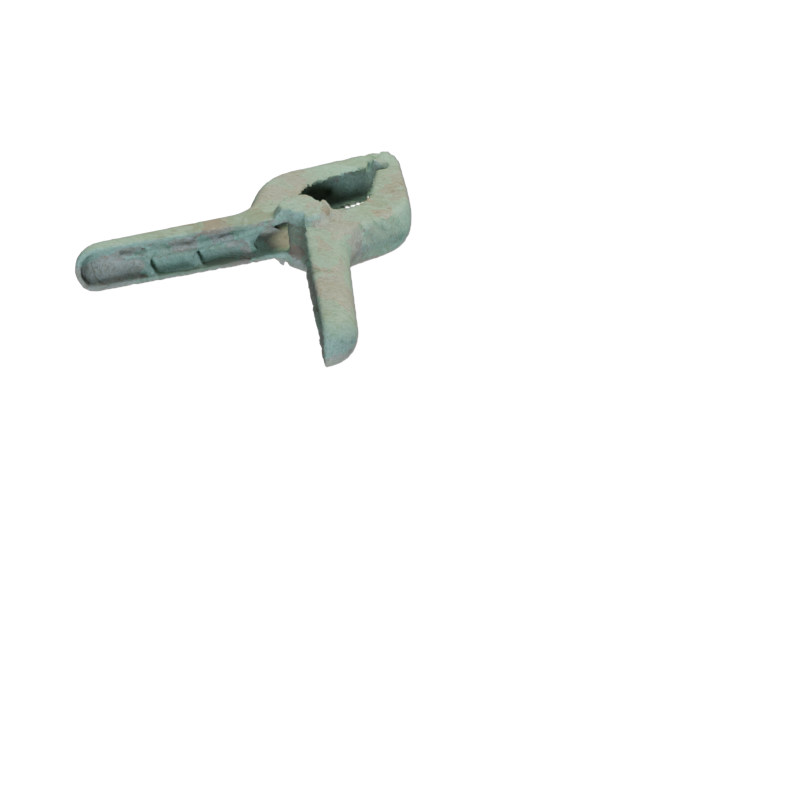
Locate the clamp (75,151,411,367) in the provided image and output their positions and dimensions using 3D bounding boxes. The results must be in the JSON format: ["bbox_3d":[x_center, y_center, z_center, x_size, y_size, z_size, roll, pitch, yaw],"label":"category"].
[{"bbox_3d":[-0.048,-0.087,0.608,0.174,0.034,0.211,22,39,30],"label":"clamp"}]
